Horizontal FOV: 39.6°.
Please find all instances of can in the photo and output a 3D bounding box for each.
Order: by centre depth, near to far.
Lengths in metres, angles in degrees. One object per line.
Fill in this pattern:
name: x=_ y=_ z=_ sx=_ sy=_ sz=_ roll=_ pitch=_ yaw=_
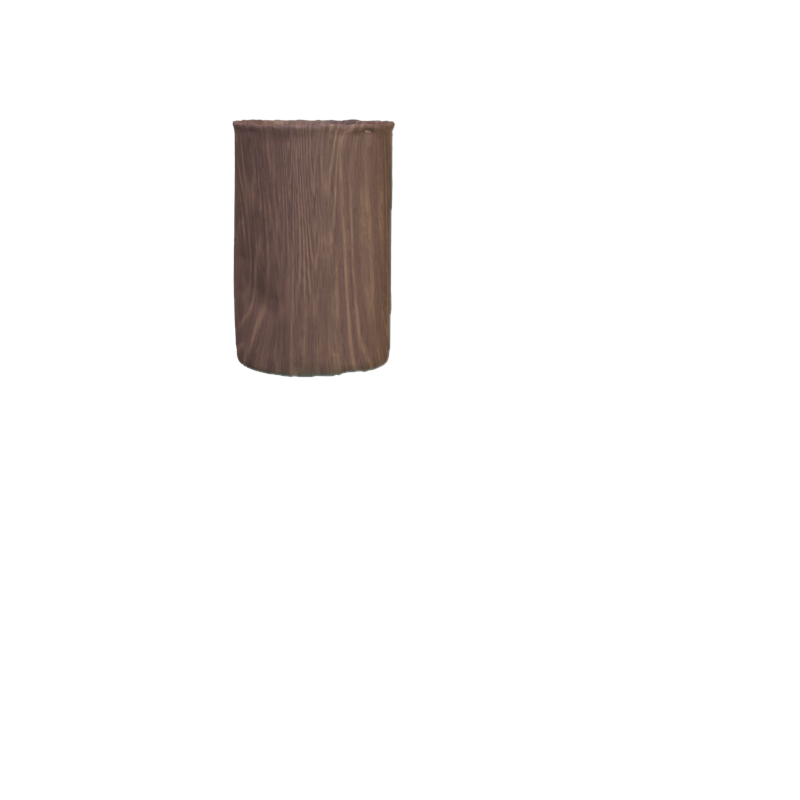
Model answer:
can: x=-0.037 y=-0.067 z=0.469 sx=0.068 sy=0.100 sz=0.070 roll=0 pitch=10 yaw=-2
